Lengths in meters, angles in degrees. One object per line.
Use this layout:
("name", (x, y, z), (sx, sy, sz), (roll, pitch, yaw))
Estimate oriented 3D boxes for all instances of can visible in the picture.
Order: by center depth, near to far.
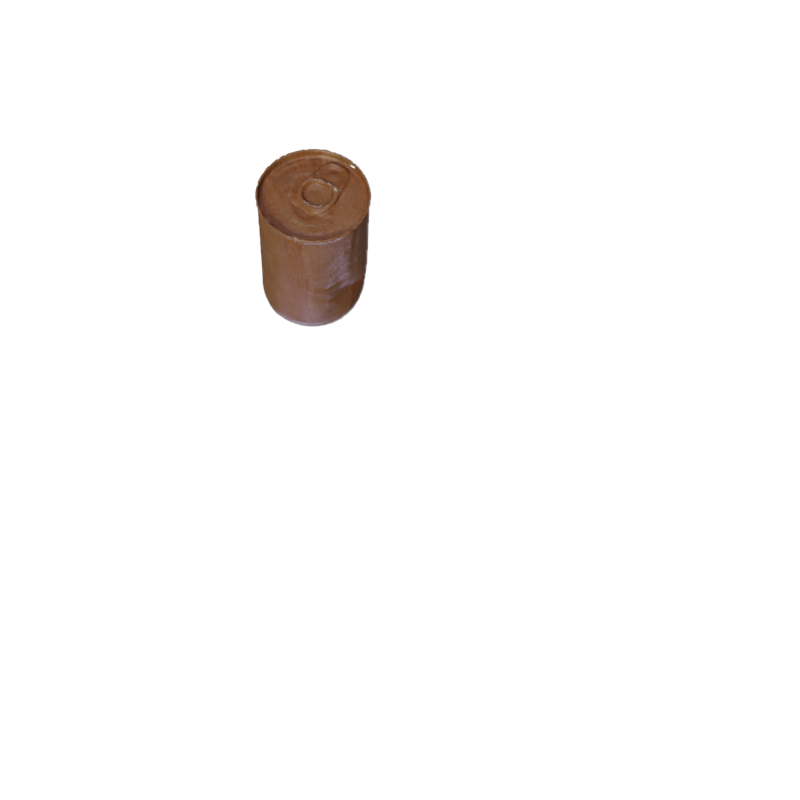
("can", (-0.054, -0.099, 0.690), (0.068, 0.073, 0.096), (0, -29, -3))
